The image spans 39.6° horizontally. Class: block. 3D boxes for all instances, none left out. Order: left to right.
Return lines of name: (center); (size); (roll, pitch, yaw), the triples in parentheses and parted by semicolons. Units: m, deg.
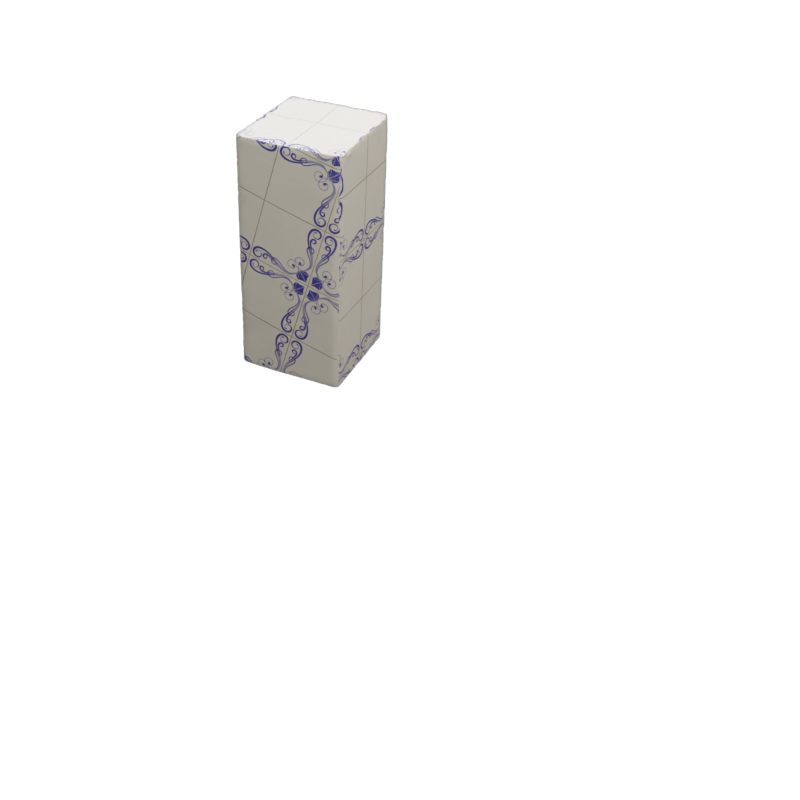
block: (-0.069, -0.127, 0.892); (0.094, 0.194, 0.093); (15, 34, 20)
